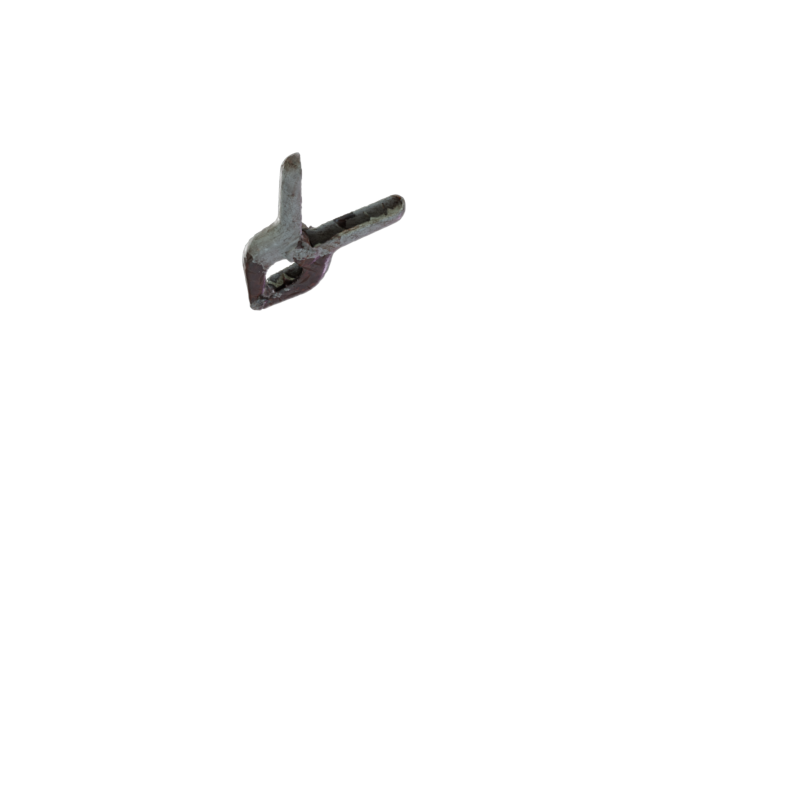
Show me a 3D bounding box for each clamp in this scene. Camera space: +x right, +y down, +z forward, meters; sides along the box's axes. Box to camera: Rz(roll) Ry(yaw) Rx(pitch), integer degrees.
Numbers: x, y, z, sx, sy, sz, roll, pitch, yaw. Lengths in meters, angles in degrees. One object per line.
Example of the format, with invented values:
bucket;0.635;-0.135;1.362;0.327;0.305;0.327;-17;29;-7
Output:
clamp;-0.076;-0.139;0.974;0.116;0.042;0.165;18;-45;-20
